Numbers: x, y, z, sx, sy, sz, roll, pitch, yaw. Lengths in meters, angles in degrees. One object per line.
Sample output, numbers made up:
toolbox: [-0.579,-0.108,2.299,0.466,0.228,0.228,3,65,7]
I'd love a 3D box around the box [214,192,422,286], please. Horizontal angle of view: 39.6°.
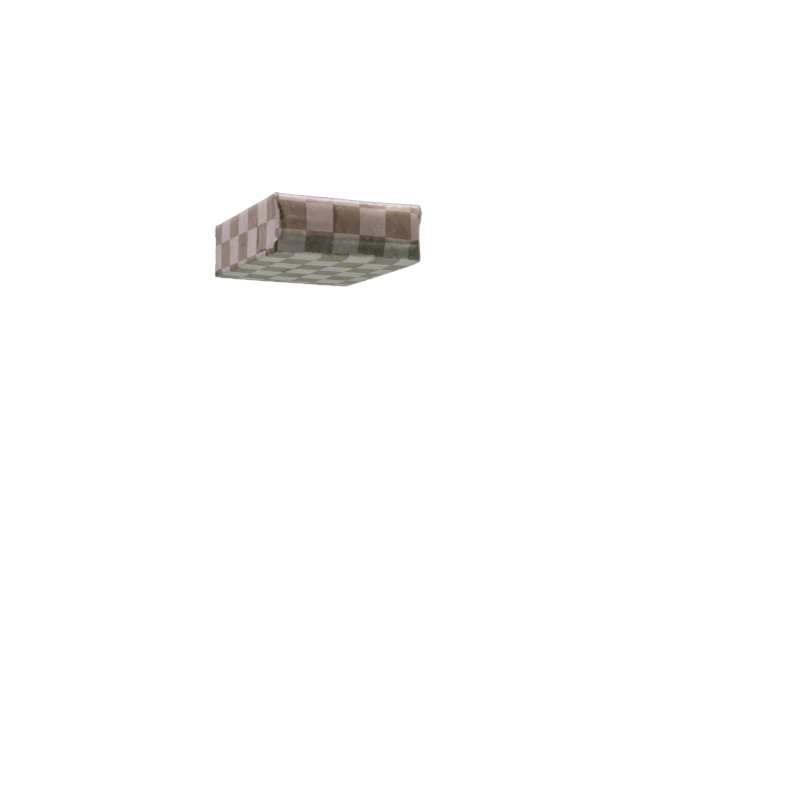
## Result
box: [-0.041,-0.076,0.530,0.071,0.031,0.090,2,-4,-24]
